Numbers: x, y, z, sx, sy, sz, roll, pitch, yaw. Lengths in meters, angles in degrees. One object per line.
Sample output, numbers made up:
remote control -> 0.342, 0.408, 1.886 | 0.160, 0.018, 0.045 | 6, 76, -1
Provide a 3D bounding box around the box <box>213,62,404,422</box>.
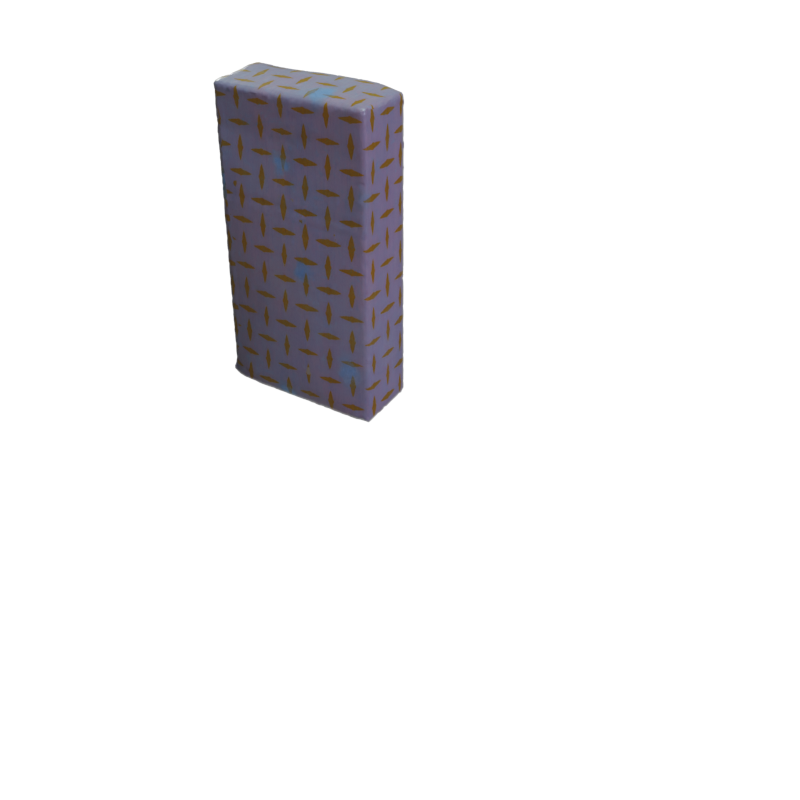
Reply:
box -> -0.045, -0.084, 0.585 | 0.098, 0.167, 0.048 | 18, 31, 29
